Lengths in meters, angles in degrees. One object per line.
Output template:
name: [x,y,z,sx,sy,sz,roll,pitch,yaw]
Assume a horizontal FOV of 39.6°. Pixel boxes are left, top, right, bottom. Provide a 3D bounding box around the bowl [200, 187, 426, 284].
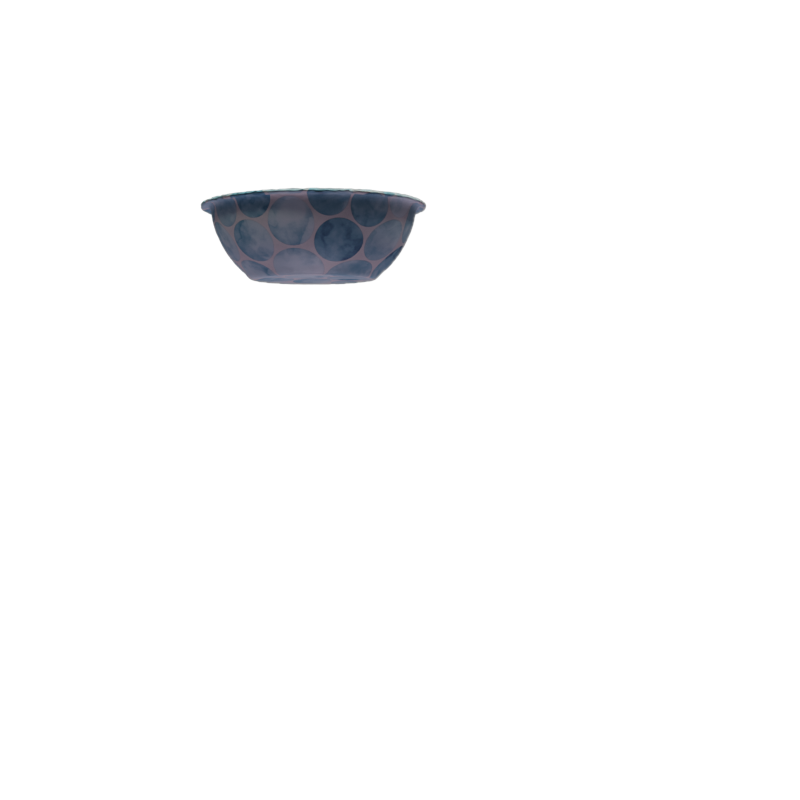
bowl: [-0.062,-0.113,0.795,0.162,0.055,0.161,0,0,-2]
